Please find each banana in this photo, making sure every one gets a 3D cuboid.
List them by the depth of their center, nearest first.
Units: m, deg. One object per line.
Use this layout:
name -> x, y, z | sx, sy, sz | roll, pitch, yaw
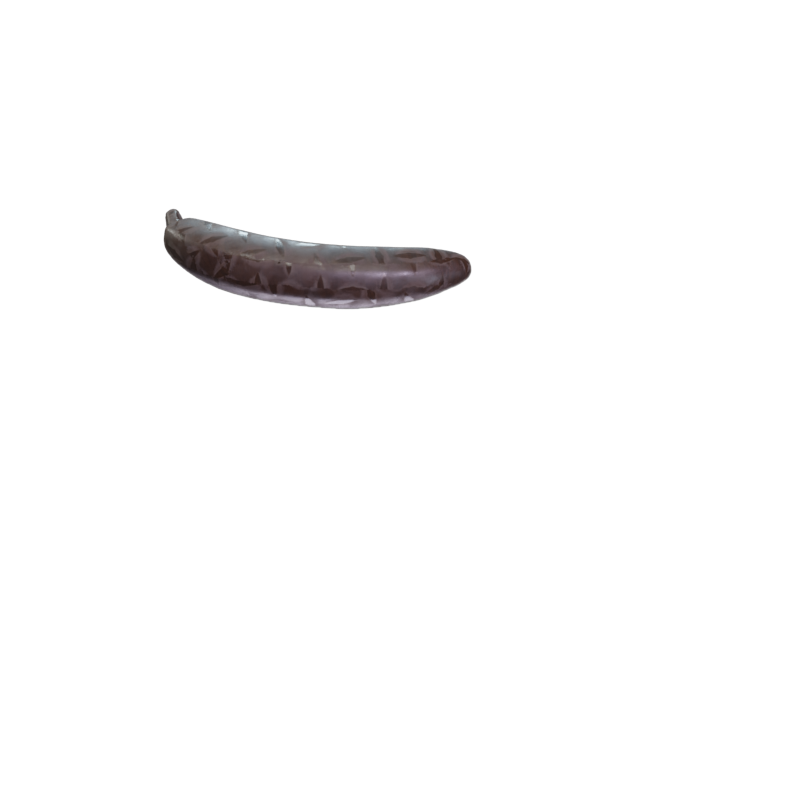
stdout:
banana -> -0.061, -0.083, 0.653 | 0.203, 0.034, 0.073 | 13, 43, 14
